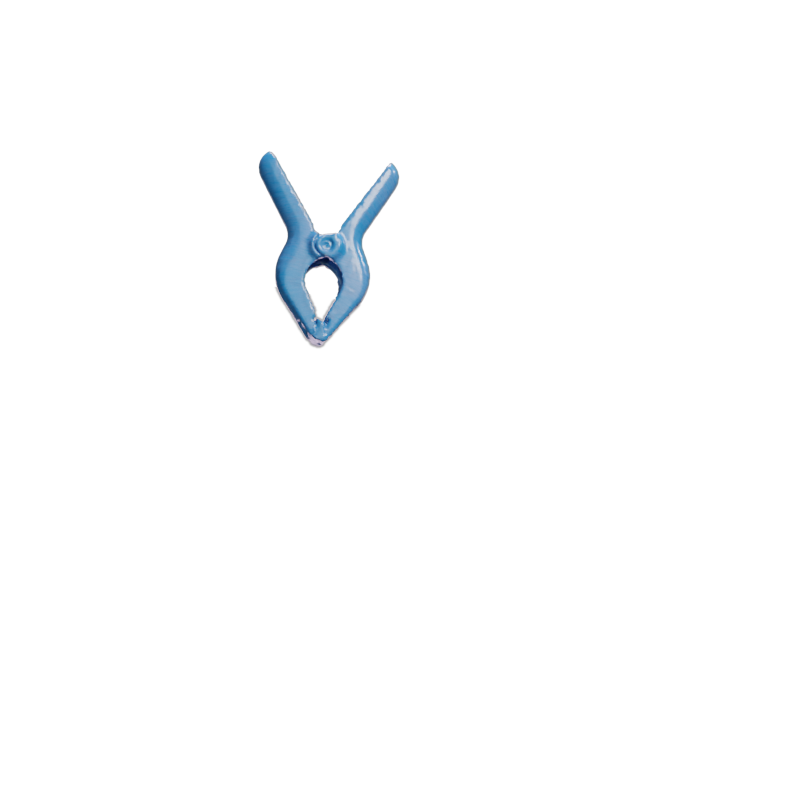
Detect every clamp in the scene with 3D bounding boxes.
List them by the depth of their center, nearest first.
[{"bbox_3d":[-0.073,-0.134,0.937,0.121,0.178,0.037,10,-20,3],"label":"clamp"}]
